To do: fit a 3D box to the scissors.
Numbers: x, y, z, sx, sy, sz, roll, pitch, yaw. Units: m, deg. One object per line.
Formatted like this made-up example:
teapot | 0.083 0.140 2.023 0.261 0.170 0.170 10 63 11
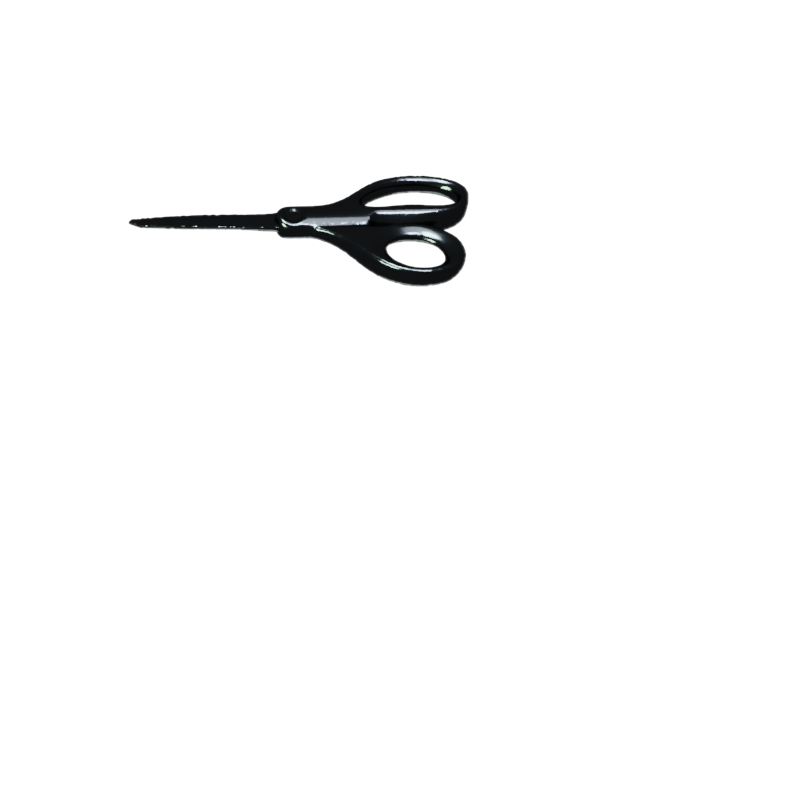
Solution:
scissors | -0.050 -0.092 0.645 0.200 0.015 0.104 -12 47 -12
